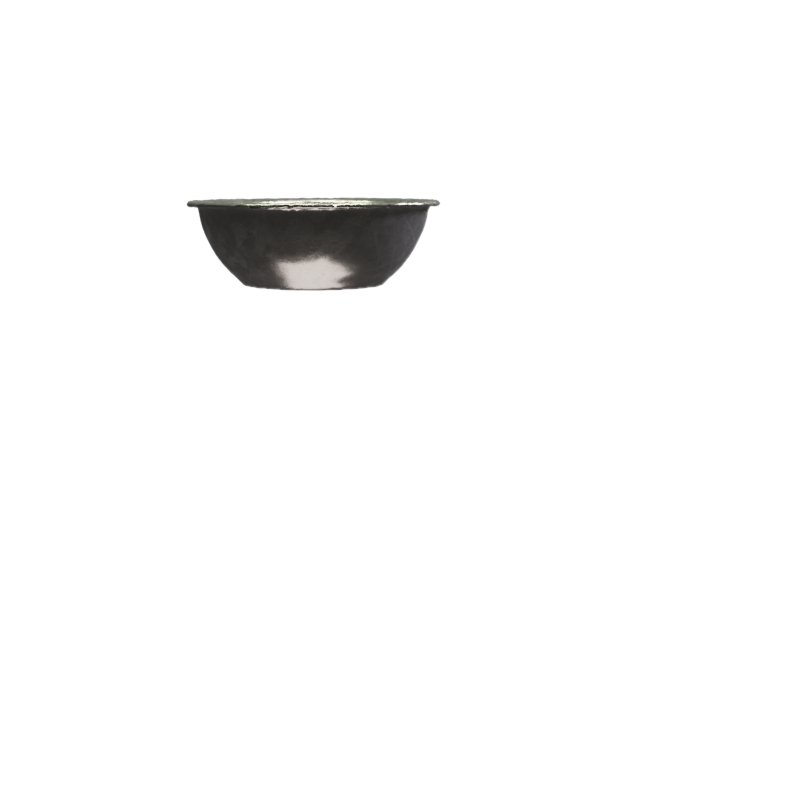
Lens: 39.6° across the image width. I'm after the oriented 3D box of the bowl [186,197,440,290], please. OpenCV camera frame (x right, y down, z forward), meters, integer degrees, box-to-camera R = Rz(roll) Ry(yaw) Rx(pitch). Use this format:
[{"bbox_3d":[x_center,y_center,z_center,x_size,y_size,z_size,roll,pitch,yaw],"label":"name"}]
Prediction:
[{"bbox_3d":[-0.056,-0.102,0.711,0.162,0.054,0.165,0,10,-2],"label":"bowl"}]
